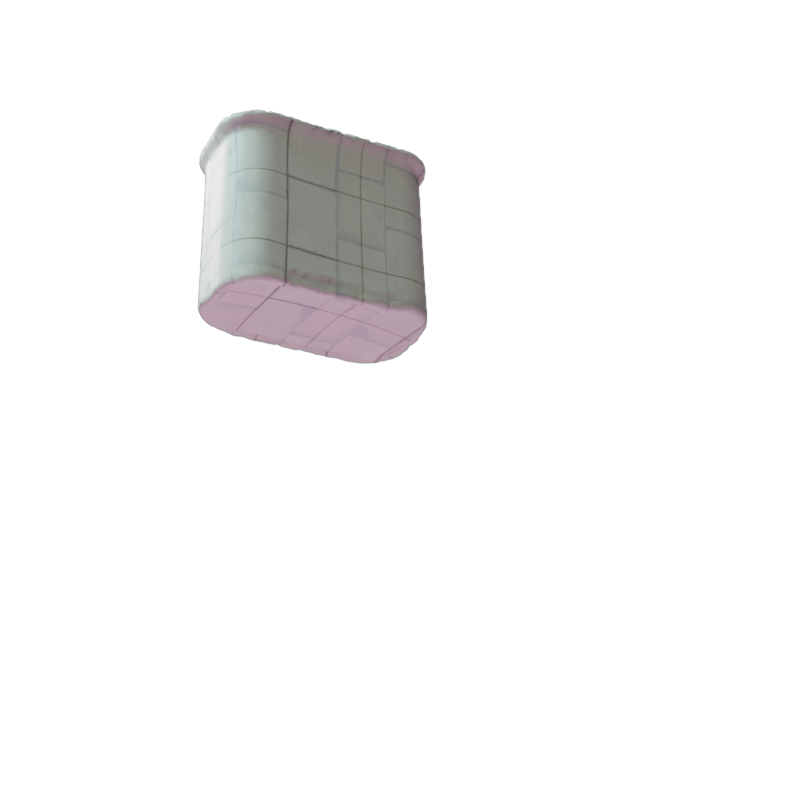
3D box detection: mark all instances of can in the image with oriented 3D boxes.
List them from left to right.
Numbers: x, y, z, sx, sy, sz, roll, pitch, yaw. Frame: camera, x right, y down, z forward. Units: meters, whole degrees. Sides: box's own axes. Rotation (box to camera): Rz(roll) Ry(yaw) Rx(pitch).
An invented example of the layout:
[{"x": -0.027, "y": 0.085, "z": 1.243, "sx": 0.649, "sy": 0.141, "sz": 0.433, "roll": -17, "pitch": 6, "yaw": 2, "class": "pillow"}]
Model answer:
[{"x": -0.038, "y": -0.070, "z": 0.488, "sx": 0.098, "sy": 0.089, "sz": 0.056, "roll": 12, "pitch": -32, "yaw": -23, "class": "can"}]
